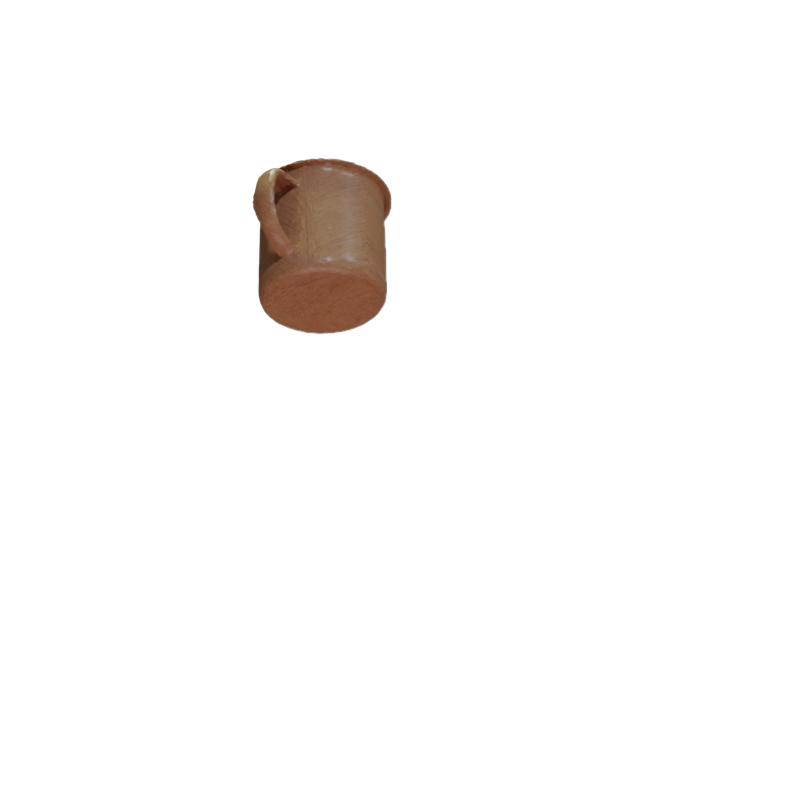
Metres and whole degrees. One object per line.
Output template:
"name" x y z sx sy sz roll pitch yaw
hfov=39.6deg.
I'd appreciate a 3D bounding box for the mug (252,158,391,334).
"mug" -0.056 -0.101 0.710 0.094 0.087 0.108 -16 -35 22
